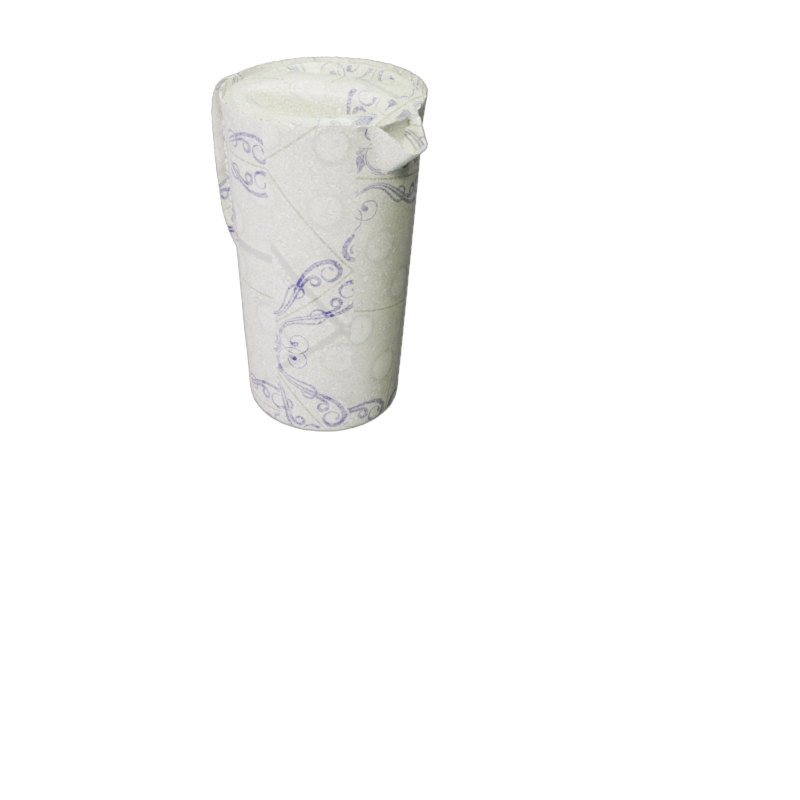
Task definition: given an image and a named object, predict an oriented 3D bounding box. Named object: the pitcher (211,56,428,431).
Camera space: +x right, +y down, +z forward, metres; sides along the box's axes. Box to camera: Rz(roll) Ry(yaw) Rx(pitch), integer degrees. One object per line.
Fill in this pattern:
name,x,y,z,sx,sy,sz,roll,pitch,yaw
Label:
pitcher,-0.060,-0.109,0.764,0.145,0.229,0.159,0,30,-2
